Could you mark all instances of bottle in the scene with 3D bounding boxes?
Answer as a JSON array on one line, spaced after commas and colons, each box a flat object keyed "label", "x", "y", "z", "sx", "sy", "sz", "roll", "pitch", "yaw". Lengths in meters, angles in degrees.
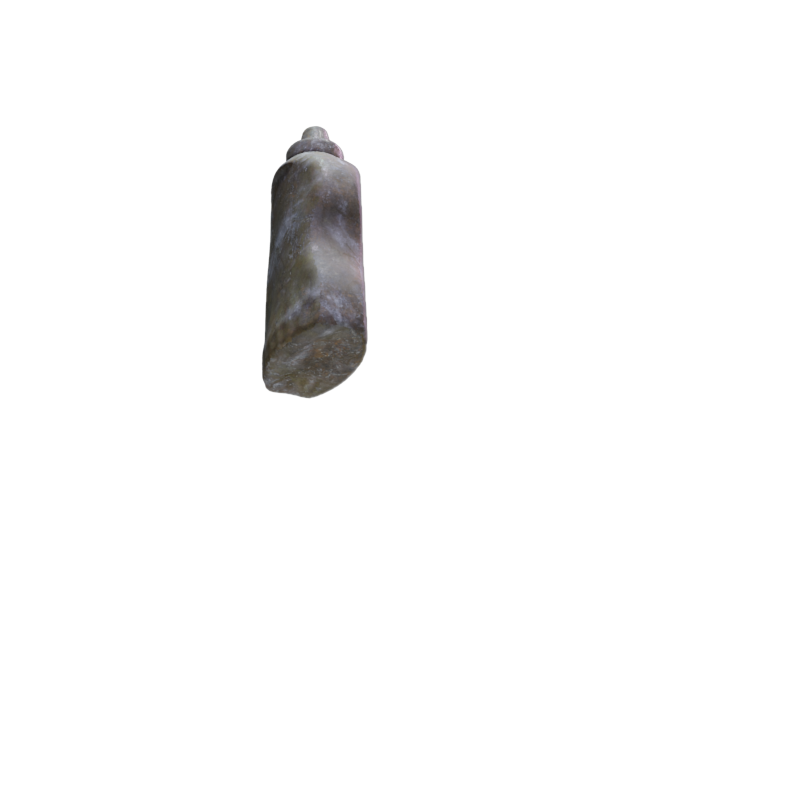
[{"label": "bottle", "x": -0.057, "y": -0.105, "z": 0.739, "sx": 0.057, "sy": 0.205, "sz": 0.093, "roll": 11, "pitch": -35, "yaw": -20}]
